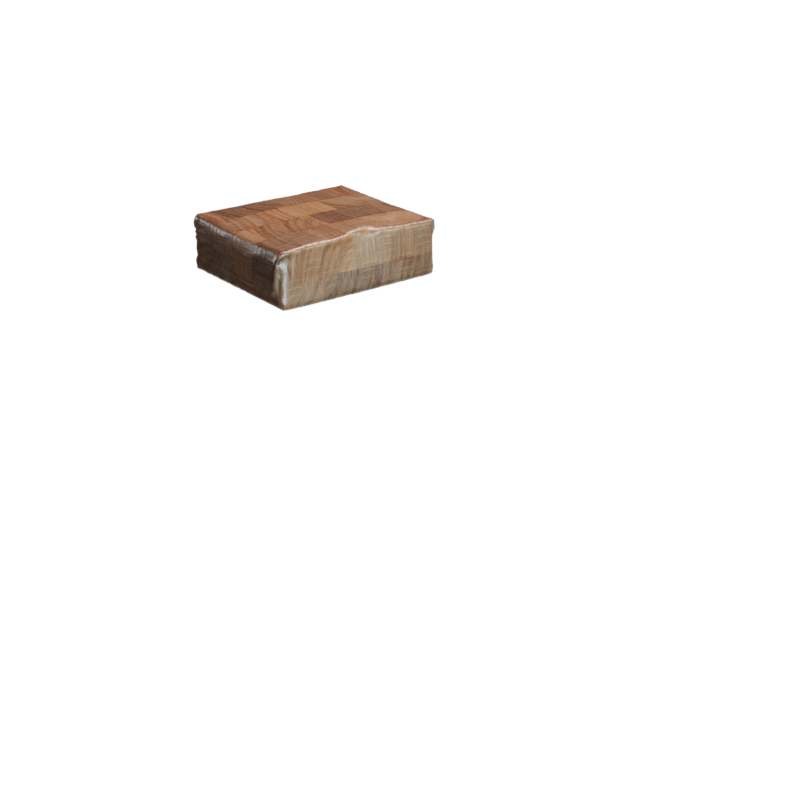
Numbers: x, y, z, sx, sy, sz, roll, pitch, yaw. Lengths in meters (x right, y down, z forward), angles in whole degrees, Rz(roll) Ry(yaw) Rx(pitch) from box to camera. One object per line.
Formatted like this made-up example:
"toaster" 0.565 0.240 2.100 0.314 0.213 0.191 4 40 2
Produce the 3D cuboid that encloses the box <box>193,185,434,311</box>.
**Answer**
"box" -0.041 -0.074 0.517 0.088 0.029 0.078 -17 30 -33
